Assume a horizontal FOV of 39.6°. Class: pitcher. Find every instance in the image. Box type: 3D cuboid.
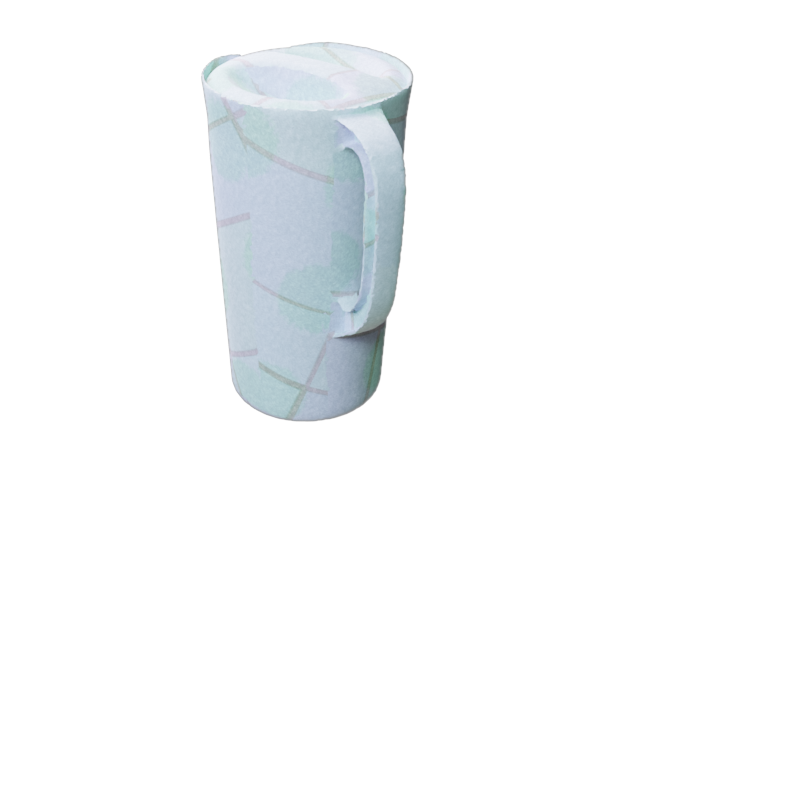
[{"bbox_3d":[-0.058,-0.105,0.739,0.148,0.229,0.155,8,31,11],"label":"pitcher"}]
